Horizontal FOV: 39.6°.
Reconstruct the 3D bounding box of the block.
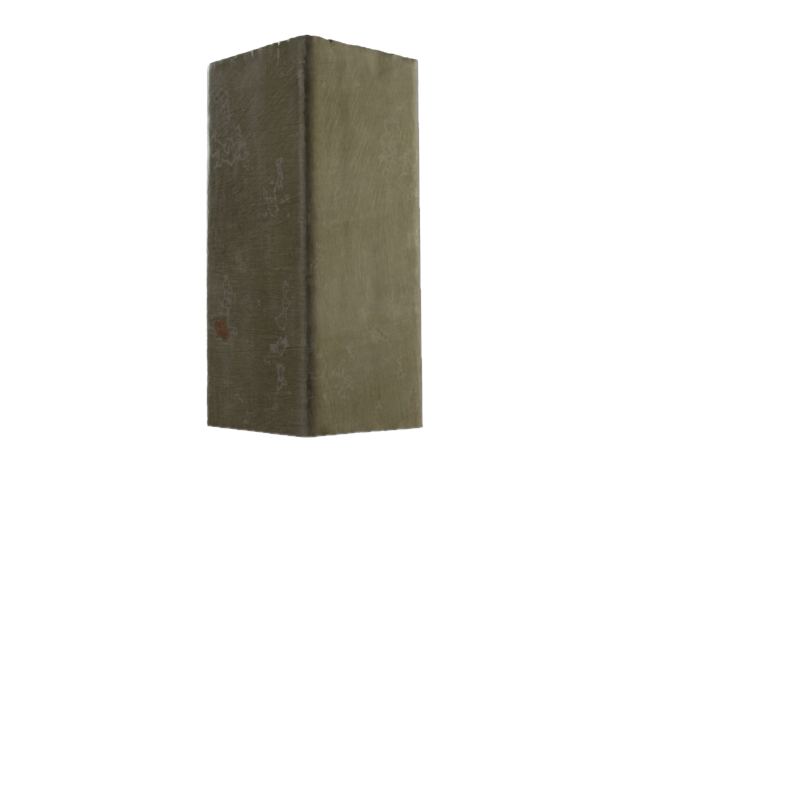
[{"bbox_3d":[-0.049,-0.089,0.623,0.086,0.208,0.094,3,-4,-43],"label":"block"}]
